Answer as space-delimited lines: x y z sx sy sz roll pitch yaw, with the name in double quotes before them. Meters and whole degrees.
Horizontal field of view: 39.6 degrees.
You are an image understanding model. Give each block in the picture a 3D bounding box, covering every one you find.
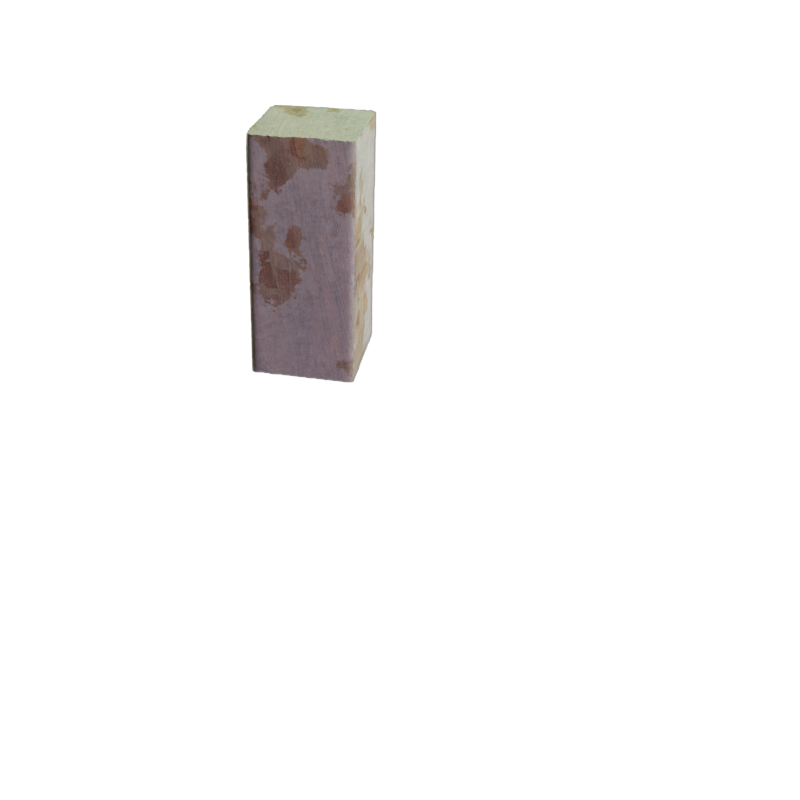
"block" -0.072 -0.131 0.915 0.091 0.196 0.094 6 25 8
